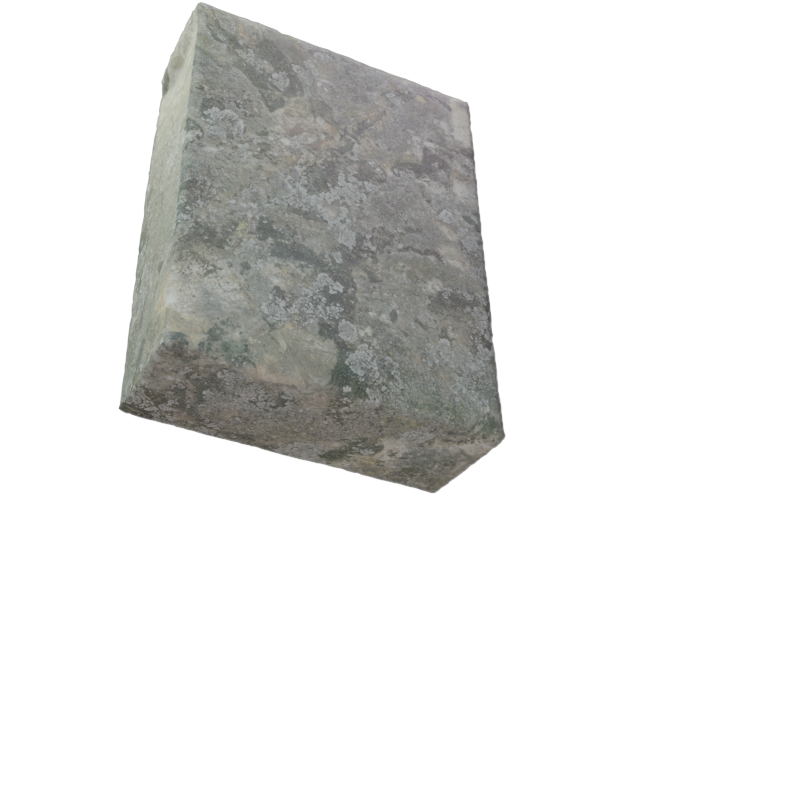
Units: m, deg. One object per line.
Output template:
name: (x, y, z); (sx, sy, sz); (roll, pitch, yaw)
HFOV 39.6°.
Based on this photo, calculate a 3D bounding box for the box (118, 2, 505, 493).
box: (-0.043, -0.078, 0.547); (0.158, 0.229, 0.070); (15, -40, -22)
